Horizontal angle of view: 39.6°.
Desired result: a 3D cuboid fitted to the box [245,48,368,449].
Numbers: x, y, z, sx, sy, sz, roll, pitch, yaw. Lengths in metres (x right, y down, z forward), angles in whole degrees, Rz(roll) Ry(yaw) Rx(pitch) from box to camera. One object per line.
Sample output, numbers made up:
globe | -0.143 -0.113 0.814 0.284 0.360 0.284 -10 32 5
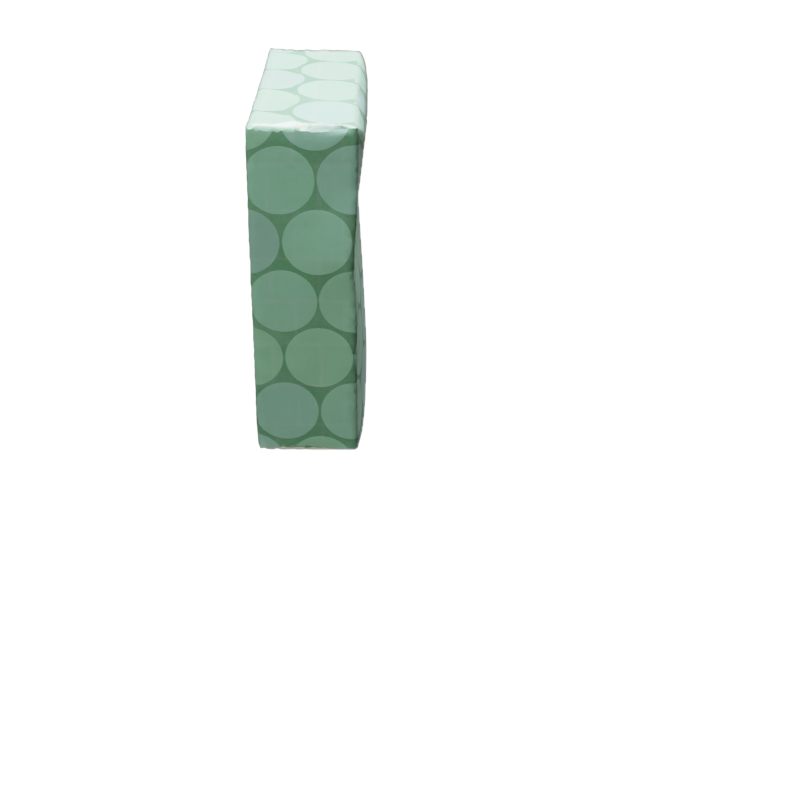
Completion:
box | -0.056 -0.102 0.714 0.072 0.202 0.174 1 29 -2
